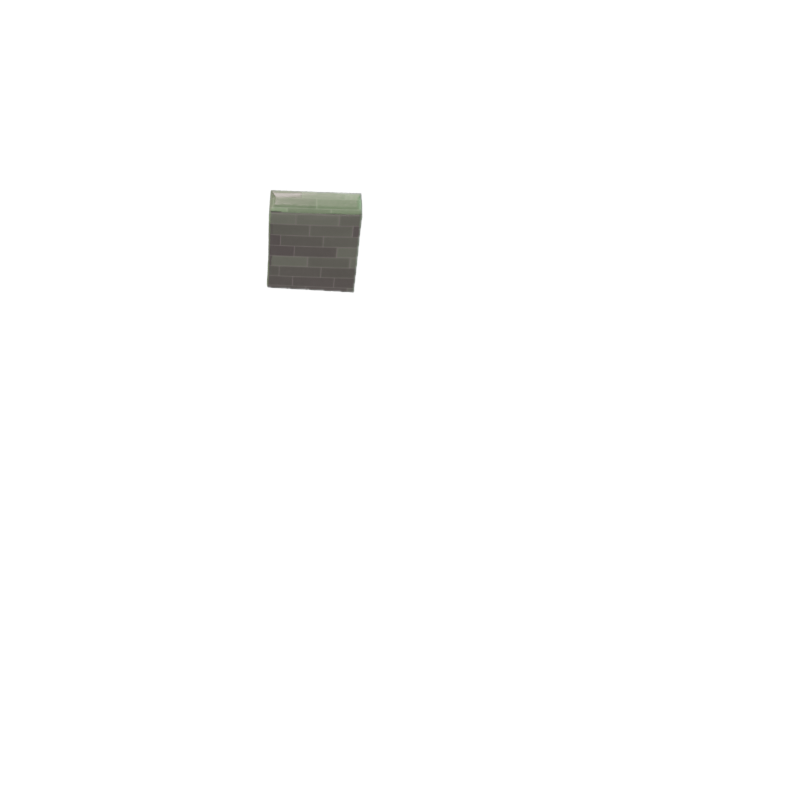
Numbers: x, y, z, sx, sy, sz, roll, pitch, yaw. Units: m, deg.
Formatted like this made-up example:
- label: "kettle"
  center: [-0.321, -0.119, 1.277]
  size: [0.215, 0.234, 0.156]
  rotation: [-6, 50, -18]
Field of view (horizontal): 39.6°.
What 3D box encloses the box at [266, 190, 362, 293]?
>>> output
- label: "box"
  center: [-0.070, -0.128, 0.897]
  size: [0.073, 0.032, 0.083]
  rotation: [3, -43, -4]
